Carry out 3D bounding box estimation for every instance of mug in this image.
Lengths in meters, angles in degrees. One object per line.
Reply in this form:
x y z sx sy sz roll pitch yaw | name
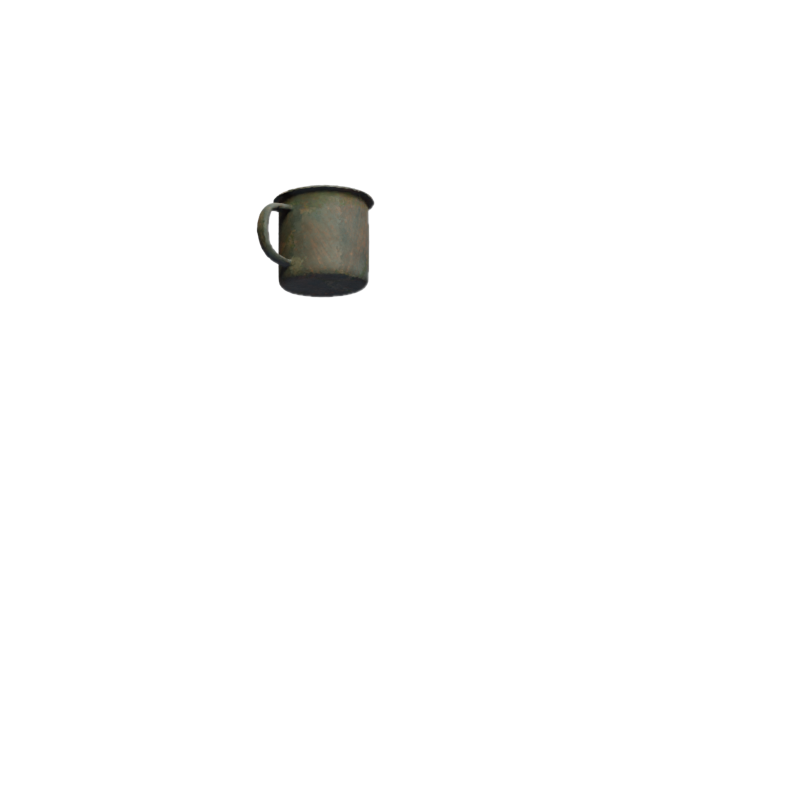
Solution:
-0.078 -0.143 0.998 0.111 0.085 0.095 10 -17 -41 | mug
